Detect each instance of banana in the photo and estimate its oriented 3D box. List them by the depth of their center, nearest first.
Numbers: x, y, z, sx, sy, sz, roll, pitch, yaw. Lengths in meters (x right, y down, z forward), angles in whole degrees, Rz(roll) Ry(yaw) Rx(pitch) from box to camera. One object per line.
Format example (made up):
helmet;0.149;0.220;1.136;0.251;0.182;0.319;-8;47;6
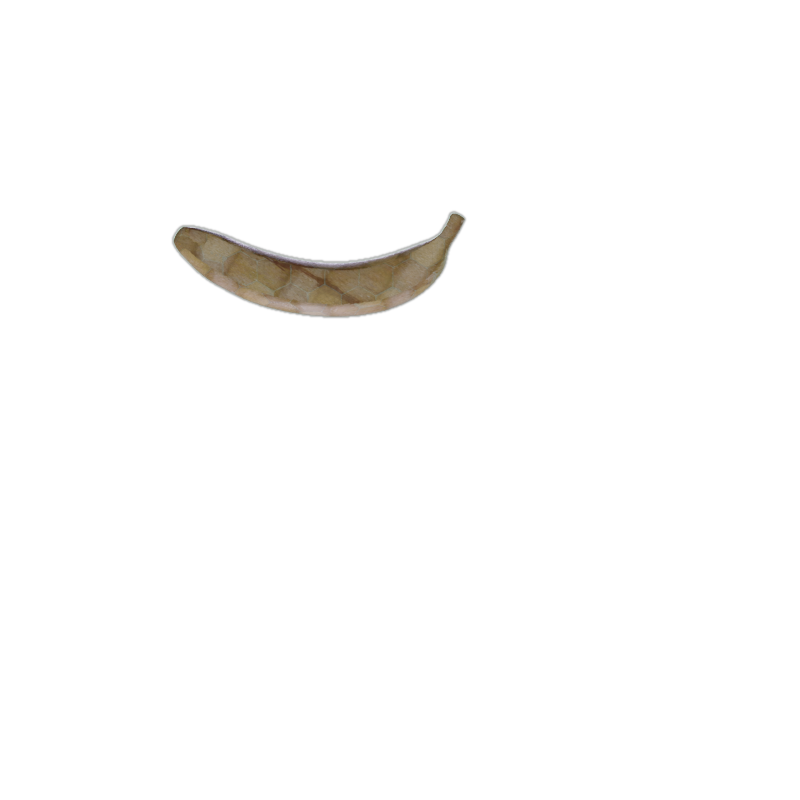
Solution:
banana;-0.055;-0.090;0.760;0.198;0.068;0.037;-3;8;0
